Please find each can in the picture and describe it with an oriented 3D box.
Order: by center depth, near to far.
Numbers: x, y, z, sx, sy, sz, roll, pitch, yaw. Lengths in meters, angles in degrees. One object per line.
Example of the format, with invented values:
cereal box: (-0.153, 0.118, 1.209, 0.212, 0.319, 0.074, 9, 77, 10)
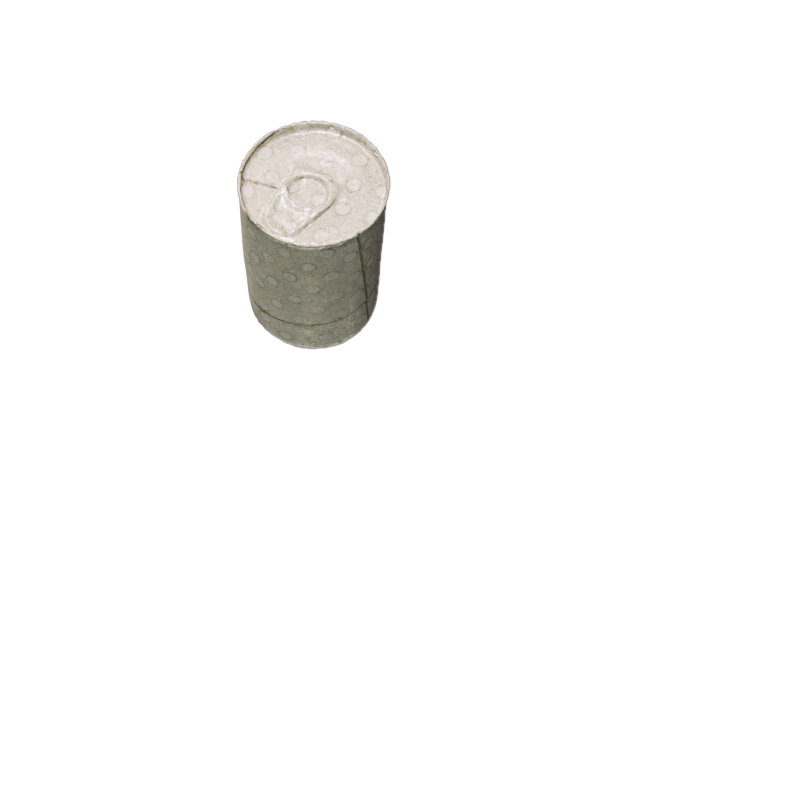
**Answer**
can: (-0.042, -0.076, 0.532, 0.068, 0.073, 0.096, 0, -28, -3)
